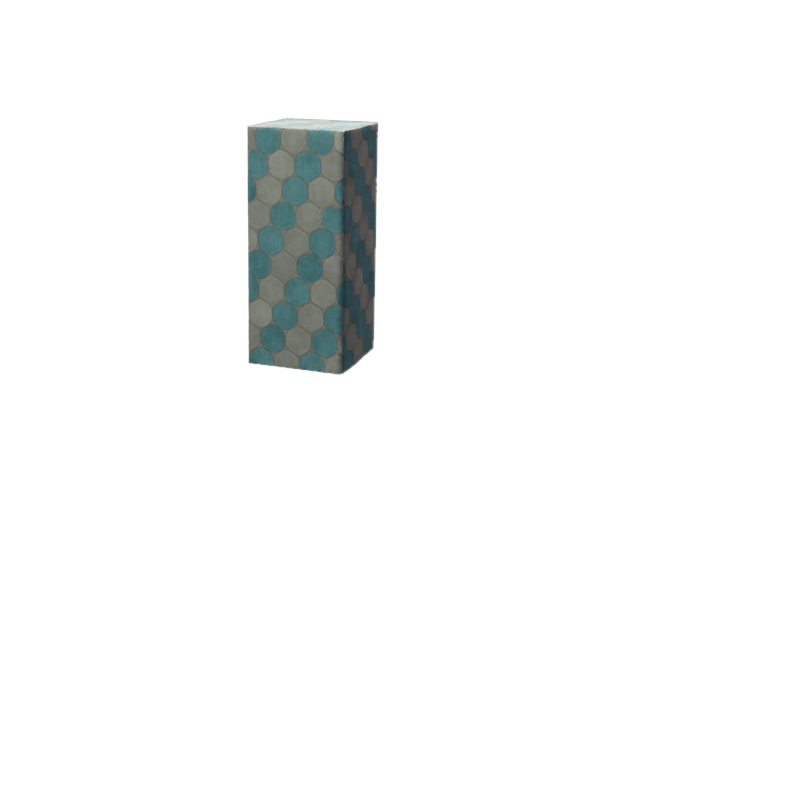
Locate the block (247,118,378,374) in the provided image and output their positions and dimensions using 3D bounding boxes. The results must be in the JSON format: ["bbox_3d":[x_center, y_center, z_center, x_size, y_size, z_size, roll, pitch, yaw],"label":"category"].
[{"bbox_3d":[-0.075,-0.138,0.967,0.093,0.200,0.090,5,13,19],"label":"block"}]
